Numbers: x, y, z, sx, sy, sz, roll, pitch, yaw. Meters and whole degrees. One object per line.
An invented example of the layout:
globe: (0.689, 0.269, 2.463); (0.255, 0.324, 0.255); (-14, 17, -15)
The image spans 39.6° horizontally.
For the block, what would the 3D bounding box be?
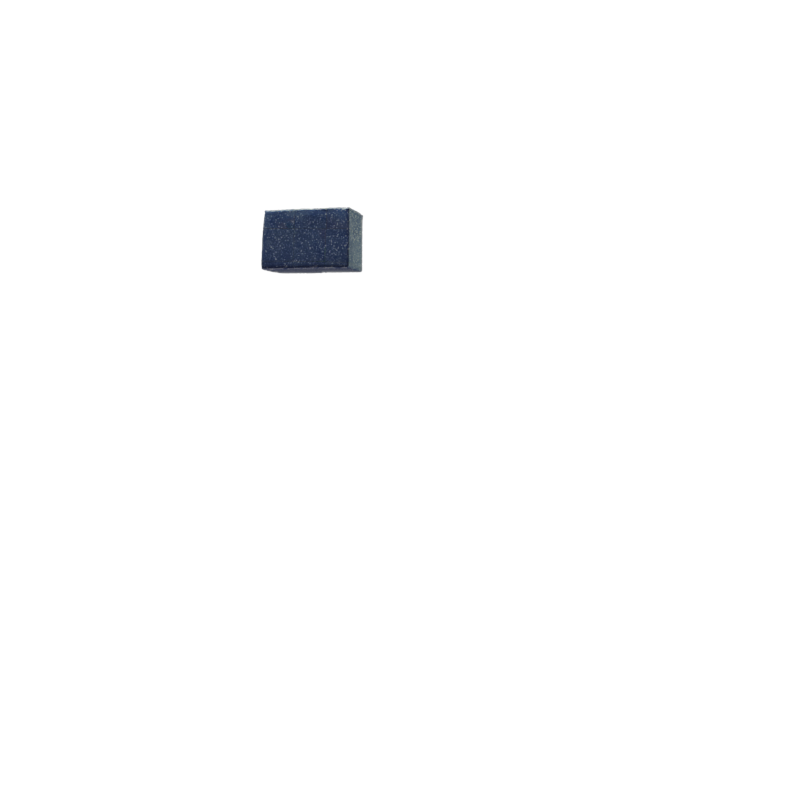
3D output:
block: (-0.075, -0.137, 0.957); (0.079, 0.052, 0.051); (0, -2, 14)
